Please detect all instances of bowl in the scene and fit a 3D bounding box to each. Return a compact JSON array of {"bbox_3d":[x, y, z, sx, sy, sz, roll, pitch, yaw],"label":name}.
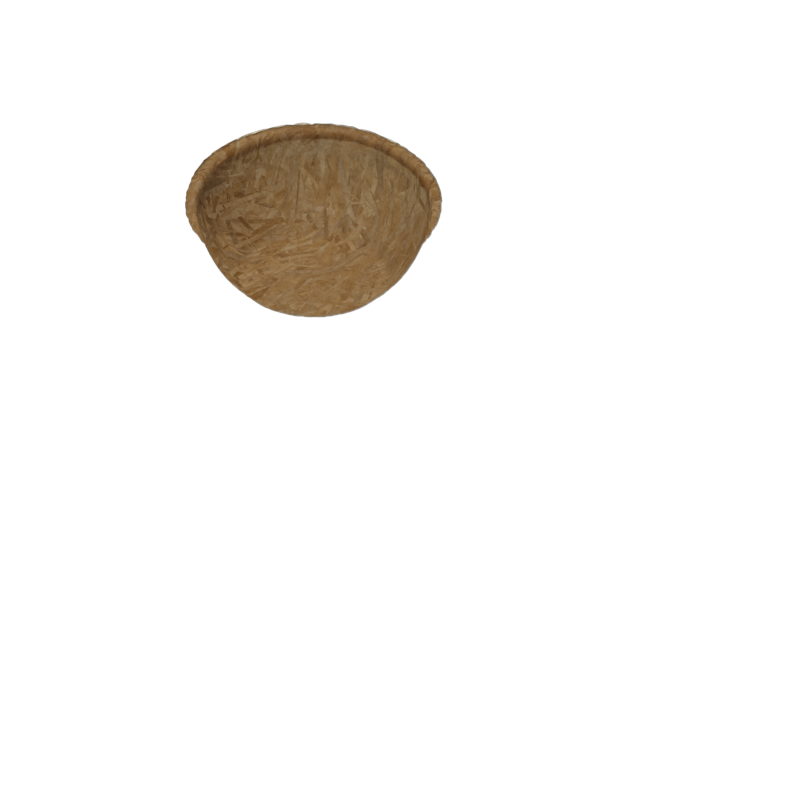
[{"bbox_3d":[-0.054,-0.098,0.684,0.162,0.059,0.152,1,-31,-2],"label":"bowl"}]
